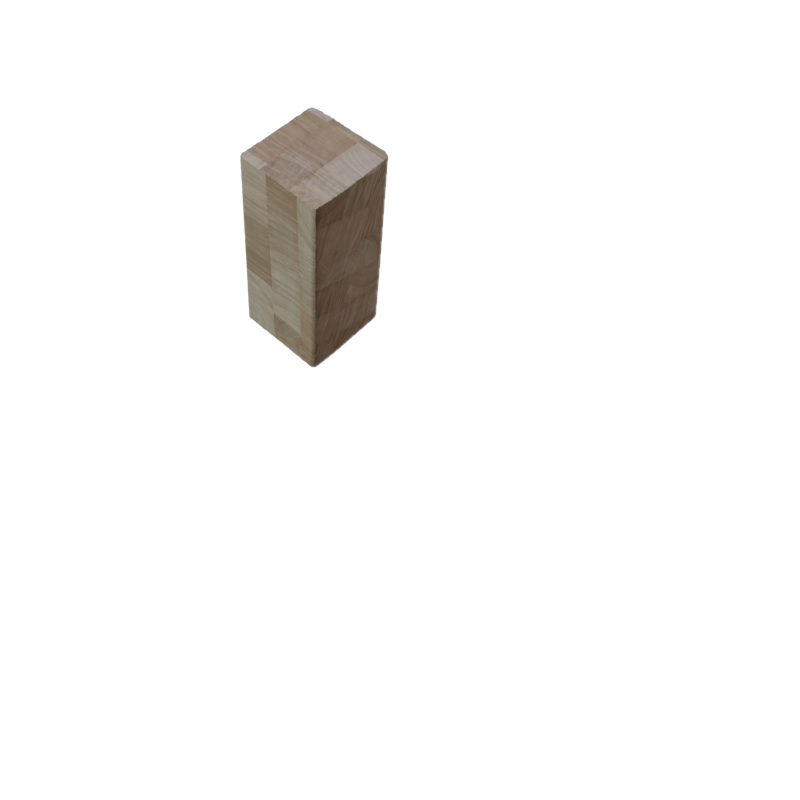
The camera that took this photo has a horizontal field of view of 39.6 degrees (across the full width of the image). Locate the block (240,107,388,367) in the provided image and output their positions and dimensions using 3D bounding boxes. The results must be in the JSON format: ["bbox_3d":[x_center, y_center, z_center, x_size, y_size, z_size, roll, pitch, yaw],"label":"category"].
[{"bbox_3d":[-0.076,-0.139,0.974,0.096,0.192,0.091,37,58,23],"label":"block"}]
